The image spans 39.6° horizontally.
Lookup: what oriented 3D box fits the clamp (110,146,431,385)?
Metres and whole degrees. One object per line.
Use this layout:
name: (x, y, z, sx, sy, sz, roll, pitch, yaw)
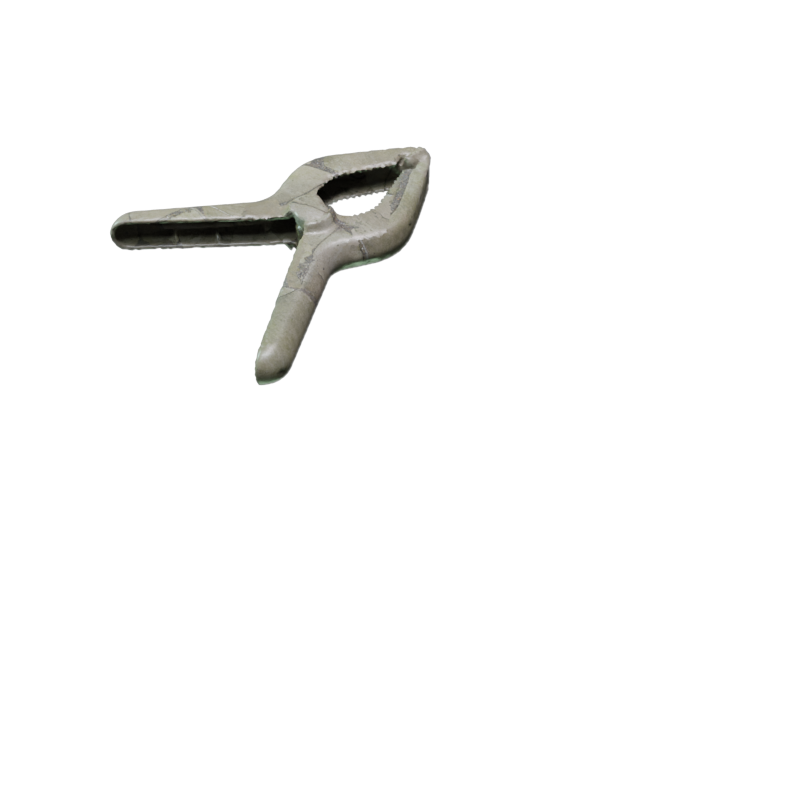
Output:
clamp: (-0.055, -0.100, 0.697, 0.209, 0.034, 0.177, -27, 53, -22)
